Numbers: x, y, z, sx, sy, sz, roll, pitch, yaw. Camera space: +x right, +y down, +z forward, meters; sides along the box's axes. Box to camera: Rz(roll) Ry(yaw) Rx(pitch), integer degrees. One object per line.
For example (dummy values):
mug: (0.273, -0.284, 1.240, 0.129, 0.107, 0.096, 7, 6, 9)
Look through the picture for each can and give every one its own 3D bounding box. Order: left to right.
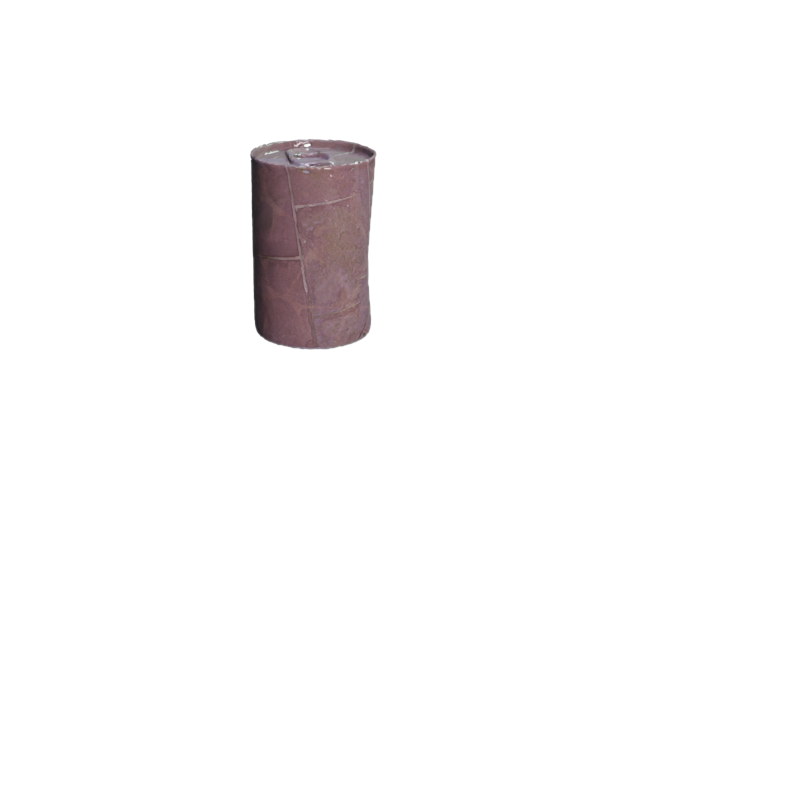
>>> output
can: (-0.048, -0.087, 0.612, 0.068, 0.098, 0.072, 0, 21, -2)
